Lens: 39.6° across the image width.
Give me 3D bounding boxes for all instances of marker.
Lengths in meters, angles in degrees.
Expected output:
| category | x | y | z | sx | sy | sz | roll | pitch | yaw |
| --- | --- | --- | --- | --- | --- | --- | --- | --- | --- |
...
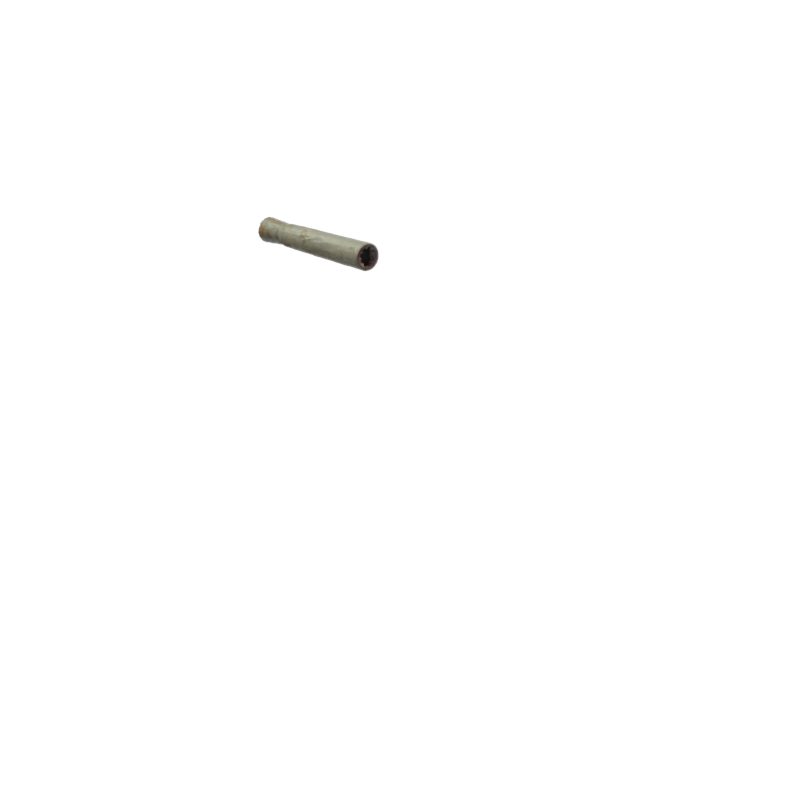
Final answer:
| category | x | y | z | sx | sy | sz | roll | pitch | yaw |
| --- | --- | --- | --- | --- | --- | --- | --- | --- | --- |
| marker | -0.060 | -0.110 | 0.769 | 0.019 | 0.019 | 0.128 | -3 | 17 | -39 |
